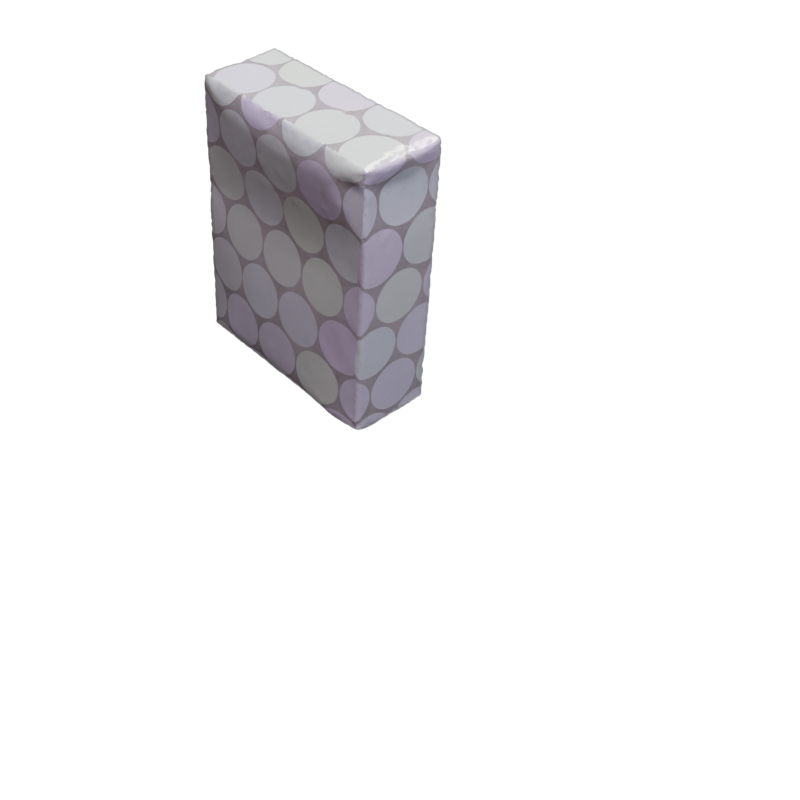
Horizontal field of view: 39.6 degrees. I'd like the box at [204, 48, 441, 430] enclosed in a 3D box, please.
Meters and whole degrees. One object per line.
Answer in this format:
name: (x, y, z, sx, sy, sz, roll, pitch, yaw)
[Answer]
box: (-0.059, -0.108, 0.758, 0.072, 0.200, 0.176, -27, 48, -32)
